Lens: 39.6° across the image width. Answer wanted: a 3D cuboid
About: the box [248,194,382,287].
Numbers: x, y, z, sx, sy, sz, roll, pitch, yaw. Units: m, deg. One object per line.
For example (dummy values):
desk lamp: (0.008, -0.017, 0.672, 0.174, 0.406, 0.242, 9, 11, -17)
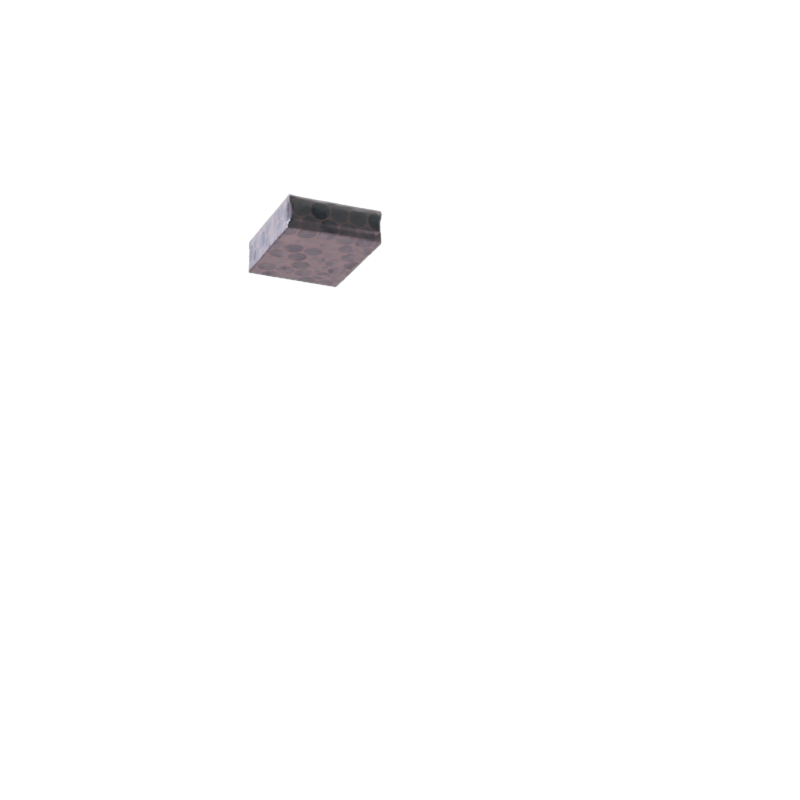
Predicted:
box: (-0.064, -0.117, 0.817, 0.071, 0.032, 0.088, 8, -21, -22)
